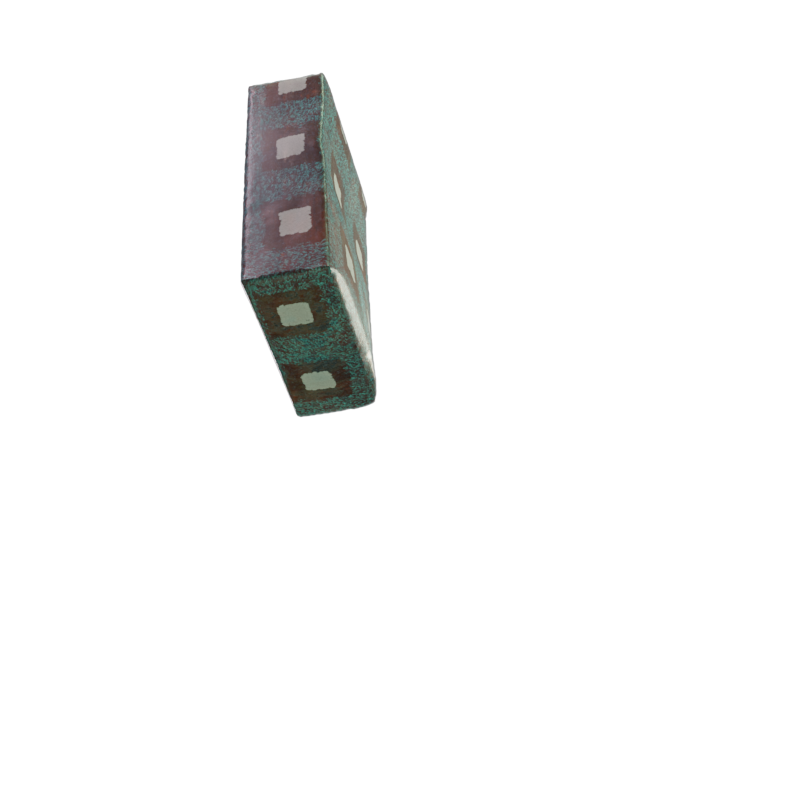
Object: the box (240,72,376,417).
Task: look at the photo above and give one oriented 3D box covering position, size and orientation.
[{"bbox_3d":[-0.067,-0.123,0.859,0.072,0.230,0.151,-10,-41,7],"label":"box"}]
